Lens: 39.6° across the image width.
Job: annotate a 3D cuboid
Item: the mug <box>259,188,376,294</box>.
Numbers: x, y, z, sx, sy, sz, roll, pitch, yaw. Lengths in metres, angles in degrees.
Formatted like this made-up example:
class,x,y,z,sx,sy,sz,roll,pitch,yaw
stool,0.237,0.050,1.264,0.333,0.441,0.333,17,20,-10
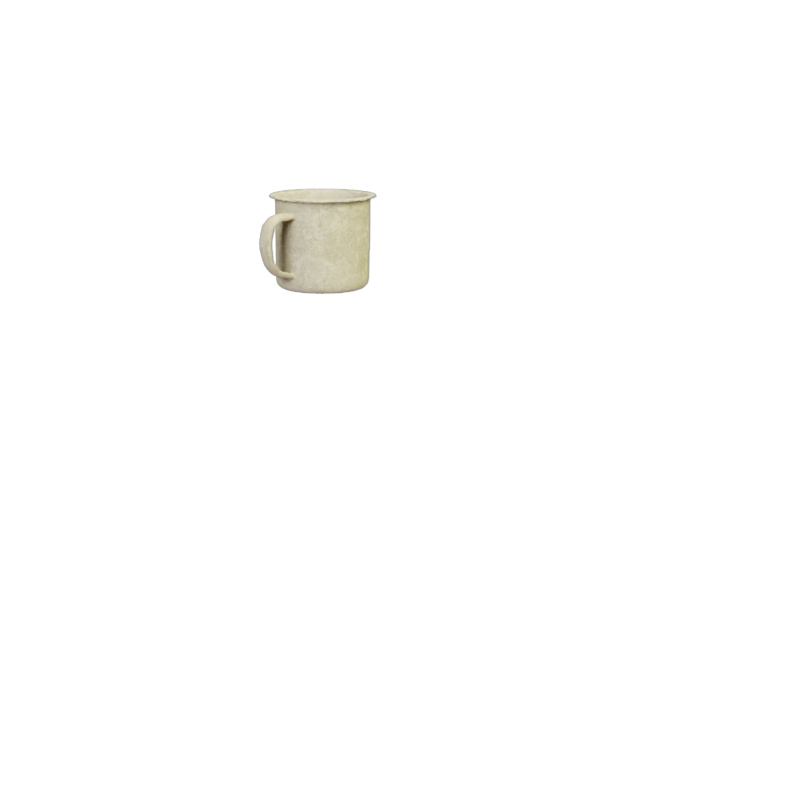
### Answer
class,x,y,z,sx,sy,sz,roll,pitch,yaw
mug,-0.075,-0.136,0.954,0.098,0.079,0.115,11,18,38
